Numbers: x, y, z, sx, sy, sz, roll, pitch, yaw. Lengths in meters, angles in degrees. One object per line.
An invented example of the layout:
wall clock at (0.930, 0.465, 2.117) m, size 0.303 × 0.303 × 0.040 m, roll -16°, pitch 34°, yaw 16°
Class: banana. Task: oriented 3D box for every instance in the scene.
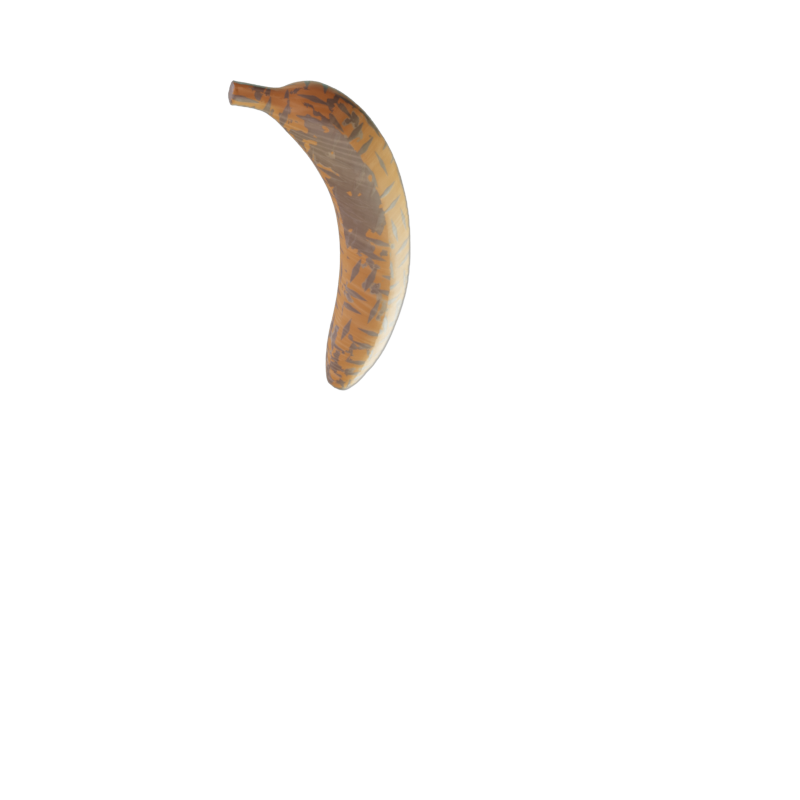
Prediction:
banana at (-0.029, -0.090, 0.579) m, size 0.070 × 0.184 × 0.039 m, roll -12°, pitch 33°, yaw 7°
